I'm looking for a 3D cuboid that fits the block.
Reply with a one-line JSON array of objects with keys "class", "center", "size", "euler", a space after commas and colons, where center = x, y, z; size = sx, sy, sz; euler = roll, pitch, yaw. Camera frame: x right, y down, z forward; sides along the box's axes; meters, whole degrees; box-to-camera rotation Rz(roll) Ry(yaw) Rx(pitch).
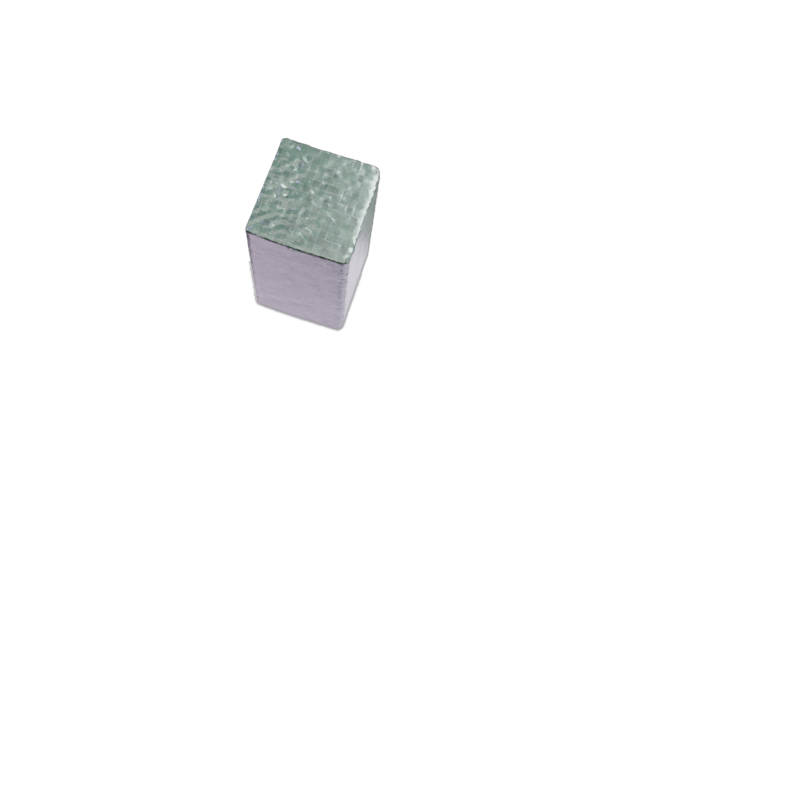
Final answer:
[{"class": "block", "center": [-0.077, -0.142, 0.995], "size": [0.091, 0.093, 0.199], "euler": [19, -14, 1]}]
